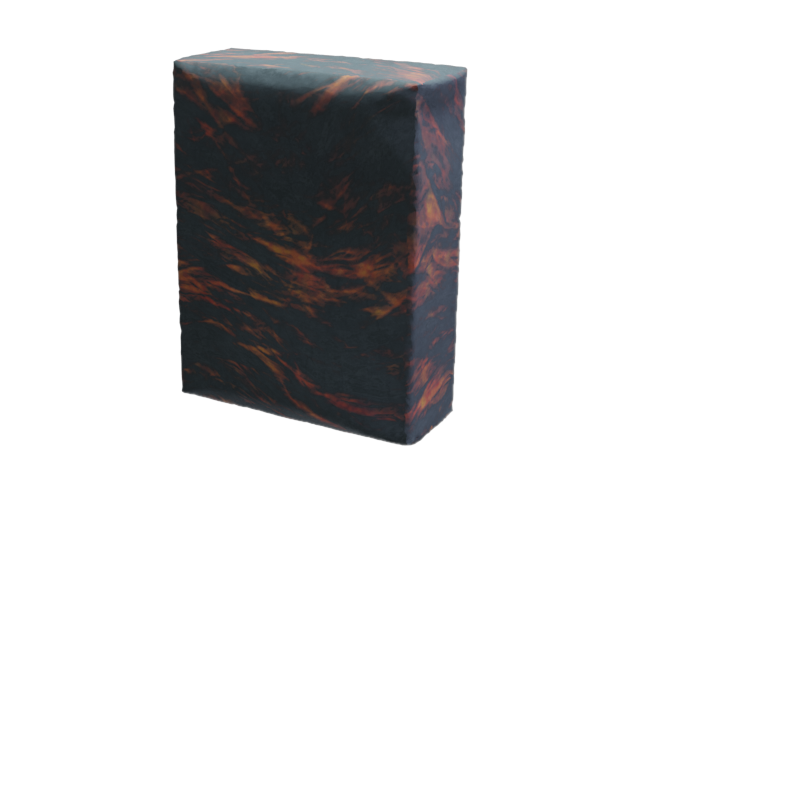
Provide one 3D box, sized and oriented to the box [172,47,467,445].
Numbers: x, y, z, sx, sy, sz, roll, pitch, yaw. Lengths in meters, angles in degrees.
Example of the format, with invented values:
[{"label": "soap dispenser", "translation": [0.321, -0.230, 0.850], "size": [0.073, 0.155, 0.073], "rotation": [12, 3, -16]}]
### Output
[{"label": "box", "translation": [-0.052, -0.094, 0.661], "size": [0.171, 0.205, 0.072], "rotation": [12, 21, 27]}]
